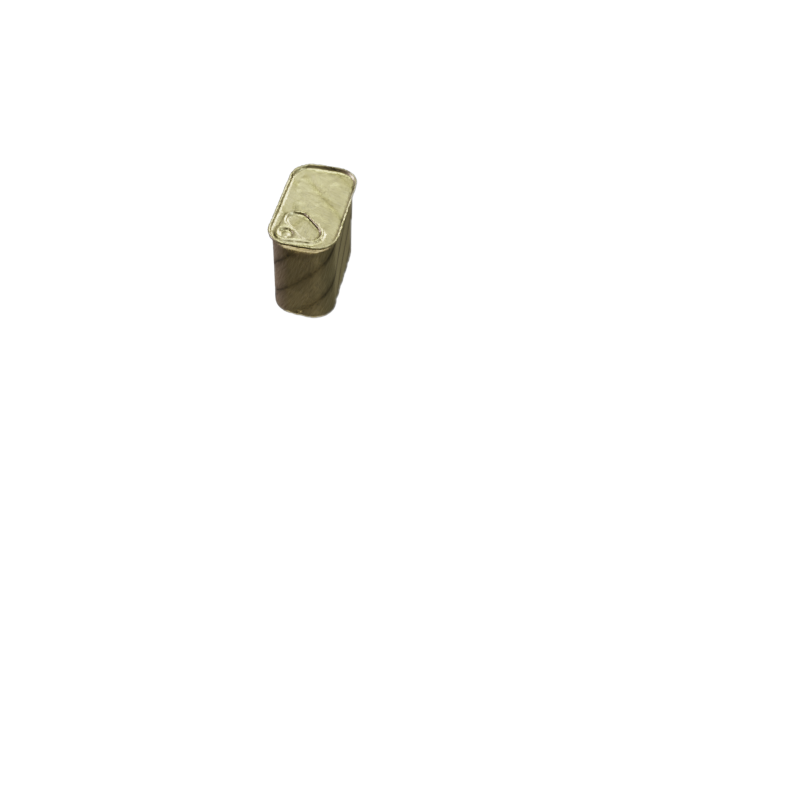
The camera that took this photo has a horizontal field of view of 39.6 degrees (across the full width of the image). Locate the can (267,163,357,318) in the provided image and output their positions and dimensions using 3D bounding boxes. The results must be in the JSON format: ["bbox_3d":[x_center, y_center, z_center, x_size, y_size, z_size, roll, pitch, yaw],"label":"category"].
[{"bbox_3d":[-0.072,-0.132,0.922,0.058,0.108,0.078,10,-43,6],"label":"can"}]
